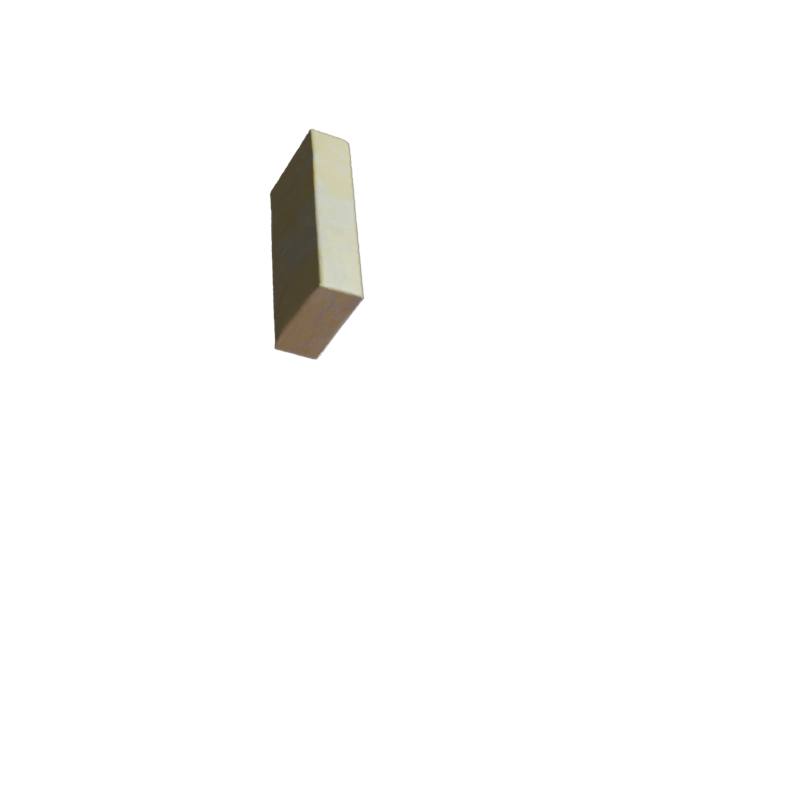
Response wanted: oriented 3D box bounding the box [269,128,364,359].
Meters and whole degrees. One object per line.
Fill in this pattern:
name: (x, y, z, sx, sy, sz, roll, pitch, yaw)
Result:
box: (-0.072, -0.133, 0.930, 0.046, 0.189, 0.090, 16, -42, -23)
